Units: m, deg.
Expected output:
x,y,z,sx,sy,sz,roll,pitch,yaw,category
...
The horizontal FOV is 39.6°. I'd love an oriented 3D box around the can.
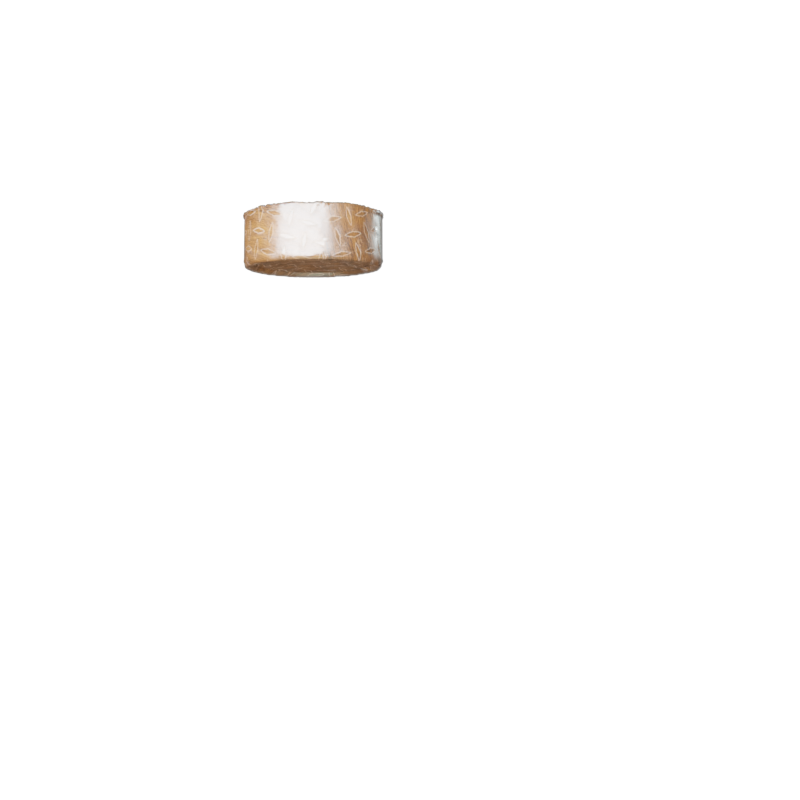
x,y,z,sx,sy,sz,roll,pitch,yaw,category
-0.053,-0.096,0.675,0.086,0.034,0.085,0,-3,-2,can
